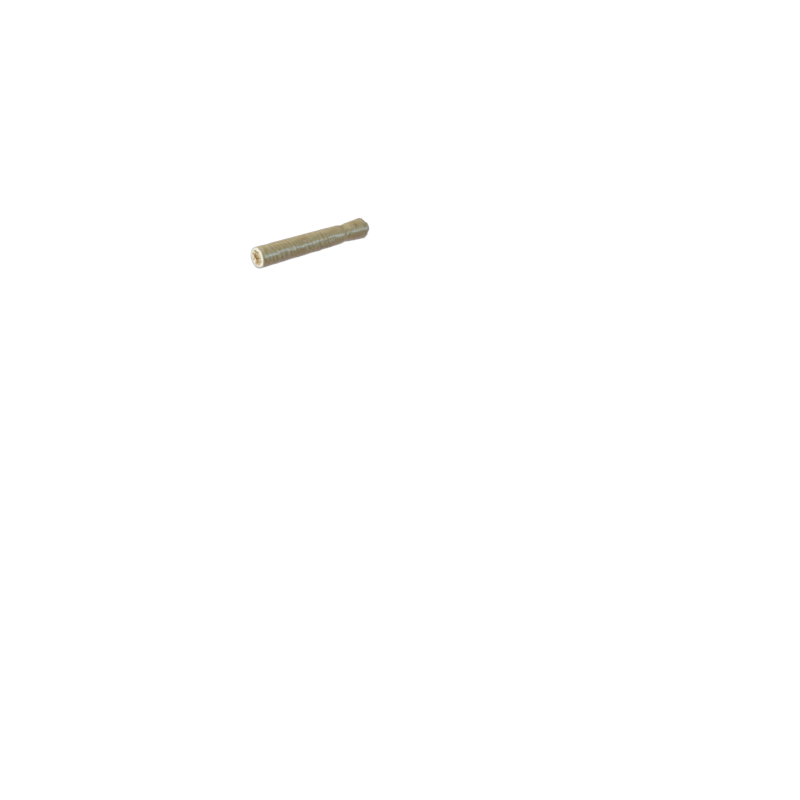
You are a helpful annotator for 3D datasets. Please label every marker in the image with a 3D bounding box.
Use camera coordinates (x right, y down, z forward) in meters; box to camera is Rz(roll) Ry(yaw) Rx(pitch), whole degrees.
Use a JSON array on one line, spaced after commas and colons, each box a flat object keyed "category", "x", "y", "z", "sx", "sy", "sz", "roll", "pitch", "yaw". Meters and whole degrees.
[{"category": "marker", "x": -0.075, "y": -0.138, "z": 0.963, "sx": 0.119, "sy": 0.019, "sz": 0.021, "roll": -22, "pitch": 17, "yaw": -35}]
